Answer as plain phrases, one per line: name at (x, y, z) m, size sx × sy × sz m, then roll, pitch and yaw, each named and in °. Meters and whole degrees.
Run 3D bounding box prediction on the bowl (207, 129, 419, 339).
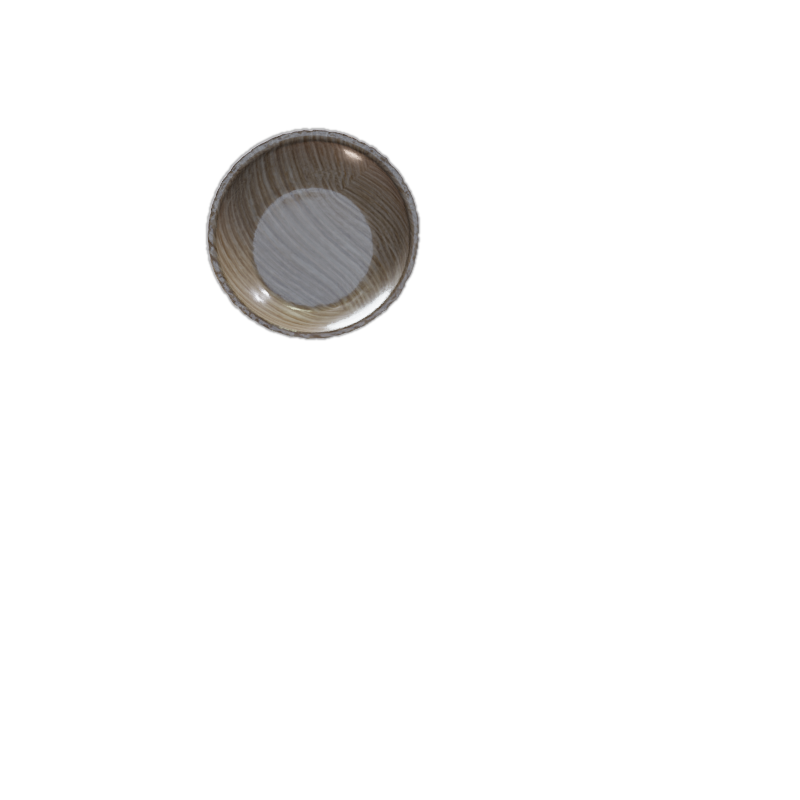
bowl at (-0.064, -0.117, 0.816) m, size 0.162 × 0.158 × 0.056 m, roll 0°, pitch 11°, yaw -1°
